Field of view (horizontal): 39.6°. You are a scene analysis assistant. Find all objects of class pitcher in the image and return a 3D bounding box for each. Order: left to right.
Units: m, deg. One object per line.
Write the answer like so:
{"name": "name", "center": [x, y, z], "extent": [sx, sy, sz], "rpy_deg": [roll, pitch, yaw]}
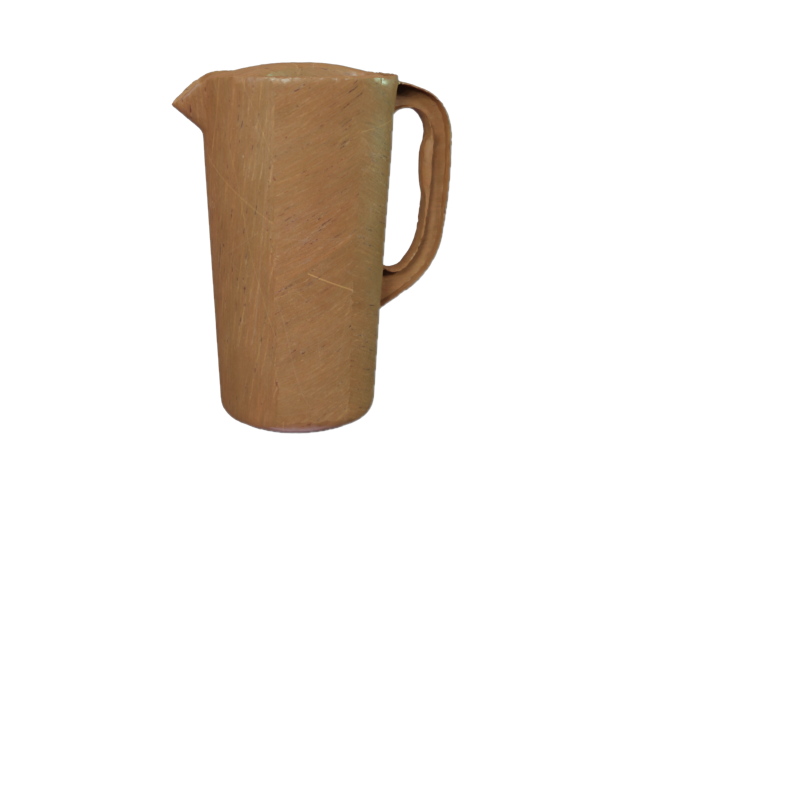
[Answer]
{"name": "pitcher", "center": [-0.059, -0.108, 0.760], "extent": [0.156, 0.236, 0.143], "rpy_deg": [9, 16, 29]}
